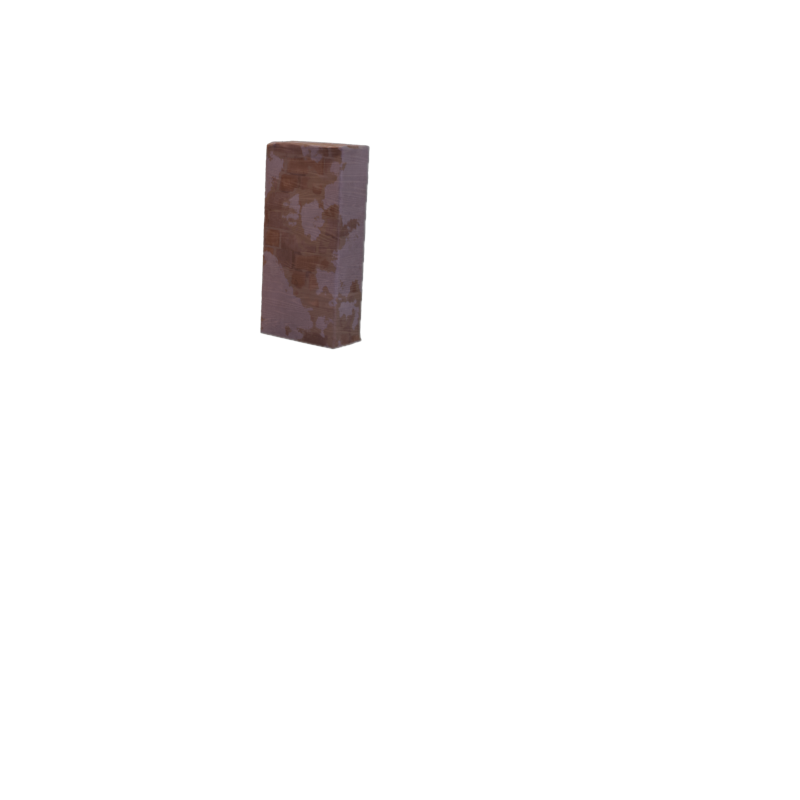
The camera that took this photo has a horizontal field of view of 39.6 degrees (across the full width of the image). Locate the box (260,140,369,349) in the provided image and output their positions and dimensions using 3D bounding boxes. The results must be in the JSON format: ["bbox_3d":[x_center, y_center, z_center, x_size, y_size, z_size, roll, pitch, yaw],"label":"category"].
[{"bbox_3d":[-0.077,-0.141,0.985,0.098,0.173,0.047,9,12,39],"label":"box"}]
